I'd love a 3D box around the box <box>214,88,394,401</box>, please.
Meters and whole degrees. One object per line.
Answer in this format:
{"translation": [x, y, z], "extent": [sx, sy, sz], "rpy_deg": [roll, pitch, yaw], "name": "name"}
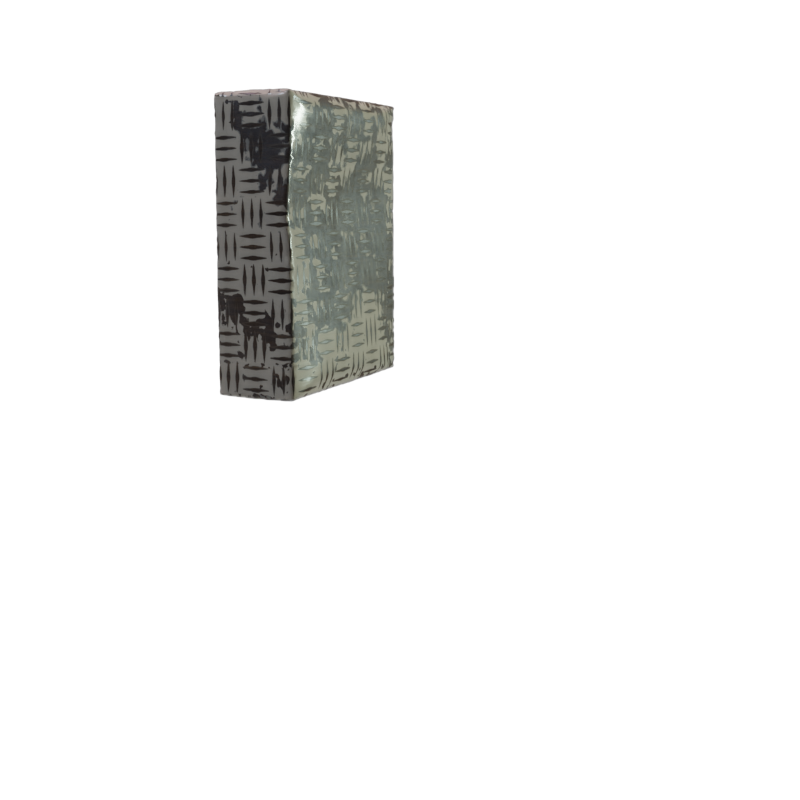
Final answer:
{"translation": [-0.065, -0.118, 0.827], "extent": [0.074, 0.212, 0.160], "rpy_deg": [2, 5, 27], "name": "box"}
